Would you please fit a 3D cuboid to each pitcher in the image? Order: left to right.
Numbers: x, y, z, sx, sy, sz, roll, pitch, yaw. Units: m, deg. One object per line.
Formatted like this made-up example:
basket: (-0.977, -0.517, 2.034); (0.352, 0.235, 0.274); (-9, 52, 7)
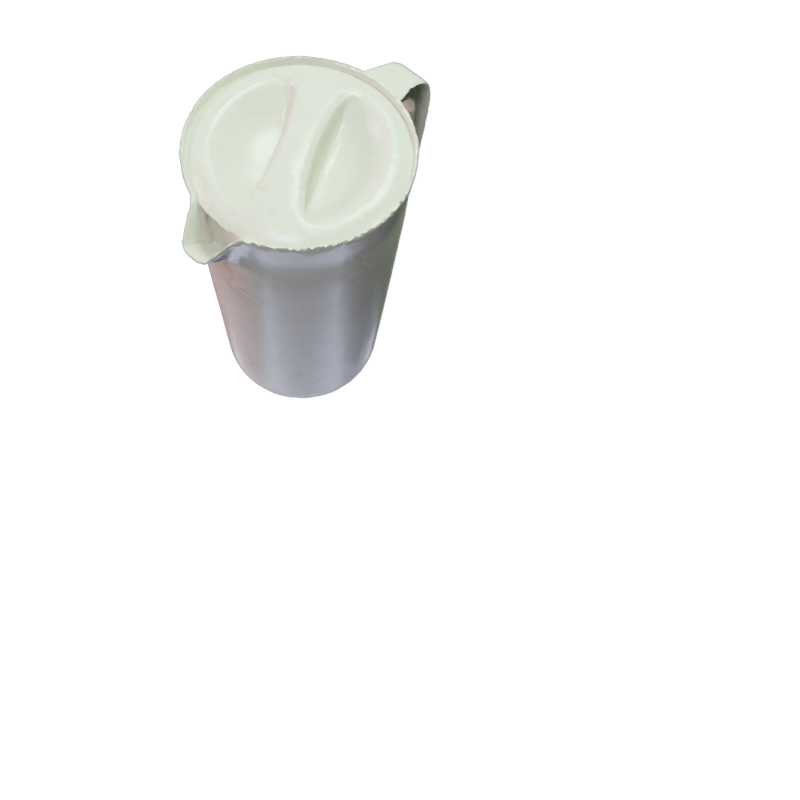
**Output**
pitcher: (-0.056, -0.102, 0.716); (0.149, 0.154, 0.229); (-2, -25, -4)
